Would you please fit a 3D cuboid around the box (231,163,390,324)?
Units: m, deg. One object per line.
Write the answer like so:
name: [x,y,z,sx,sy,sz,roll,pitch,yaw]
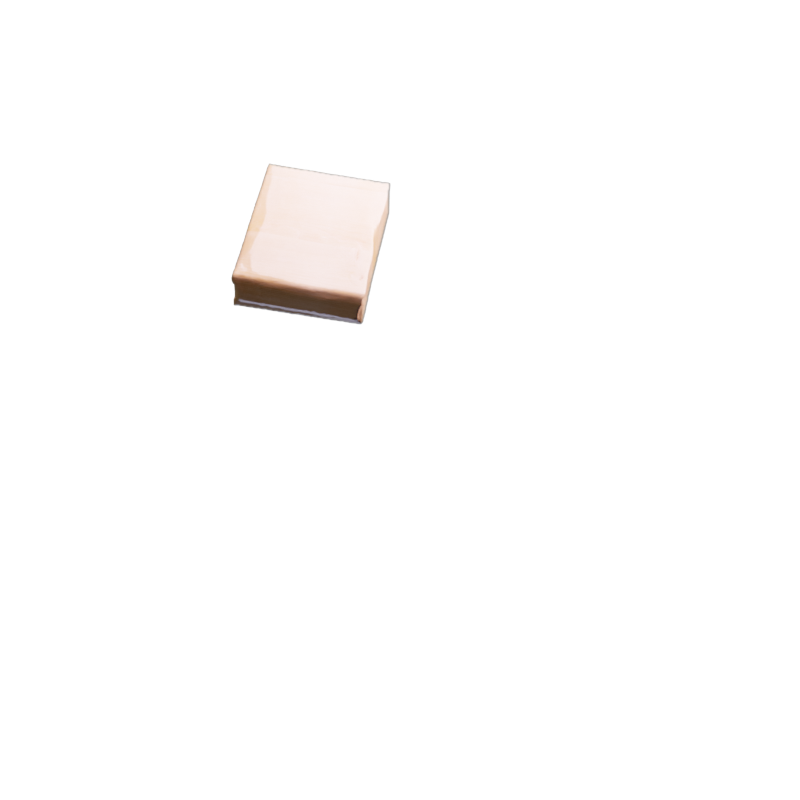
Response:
box: [-0.049,-0.089,0.622,0.074,0.094,0.028,9,-37,6]
